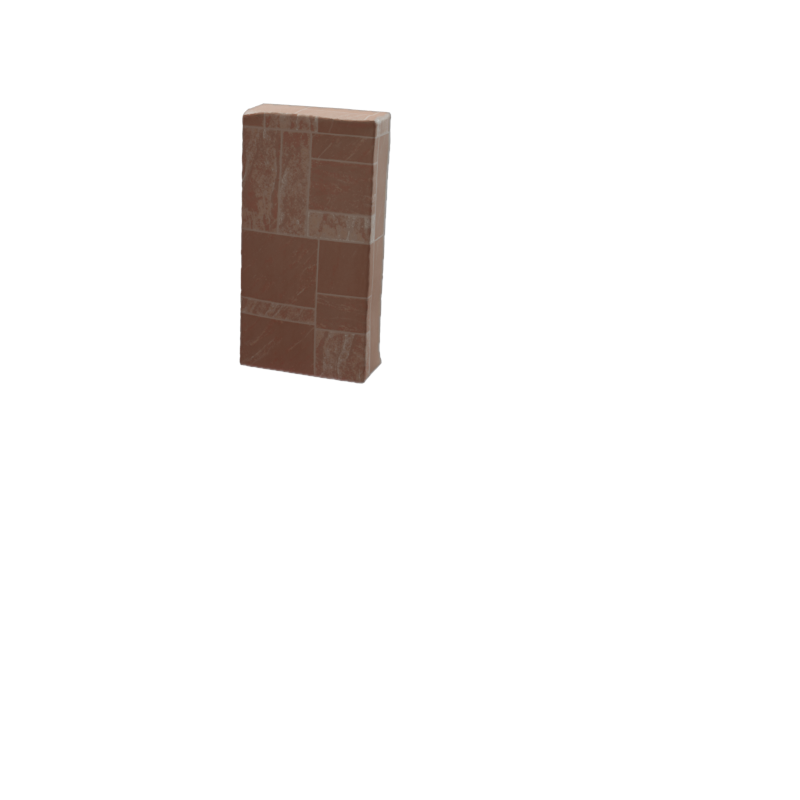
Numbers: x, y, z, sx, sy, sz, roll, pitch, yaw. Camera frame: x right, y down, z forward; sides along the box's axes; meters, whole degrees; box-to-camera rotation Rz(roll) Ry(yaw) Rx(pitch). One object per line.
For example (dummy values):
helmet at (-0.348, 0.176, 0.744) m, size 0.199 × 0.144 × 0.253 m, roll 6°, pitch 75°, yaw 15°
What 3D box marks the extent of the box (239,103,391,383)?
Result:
box at (-0.058, -0.105, 0.737) m, size 0.096 × 0.169 × 0.049 m, roll 7°, pitch 18°, yaw 17°
